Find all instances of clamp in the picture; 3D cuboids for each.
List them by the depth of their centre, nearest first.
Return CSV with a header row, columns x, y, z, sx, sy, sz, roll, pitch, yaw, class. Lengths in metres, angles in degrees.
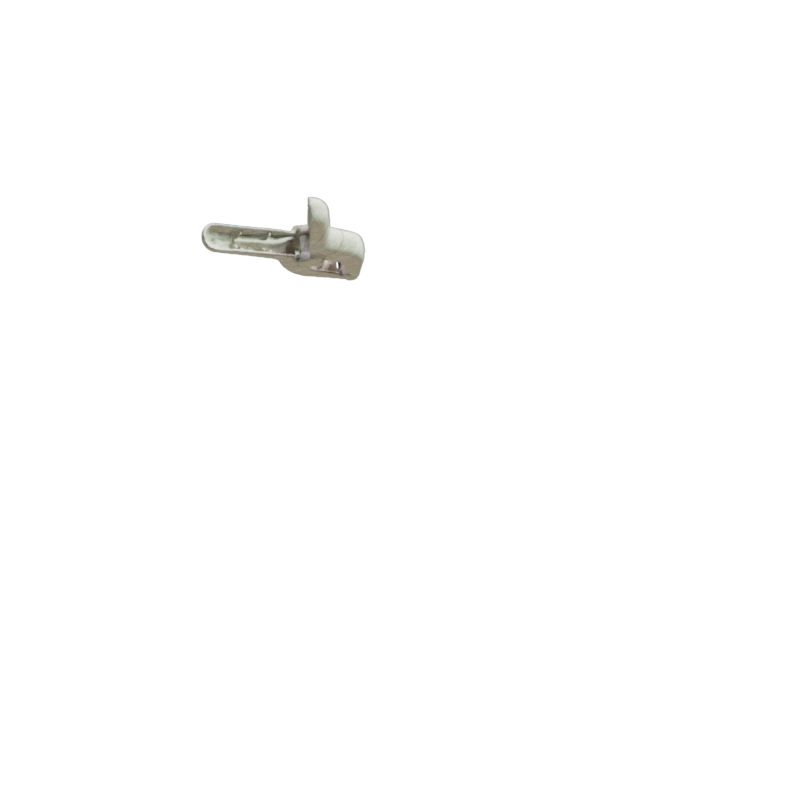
x,y,z,sx,sy,sz,roll,pitch,yaw,class
-0.076,-0.139,0.974,0.123,0.040,0.163,-4,-7,38,clamp
